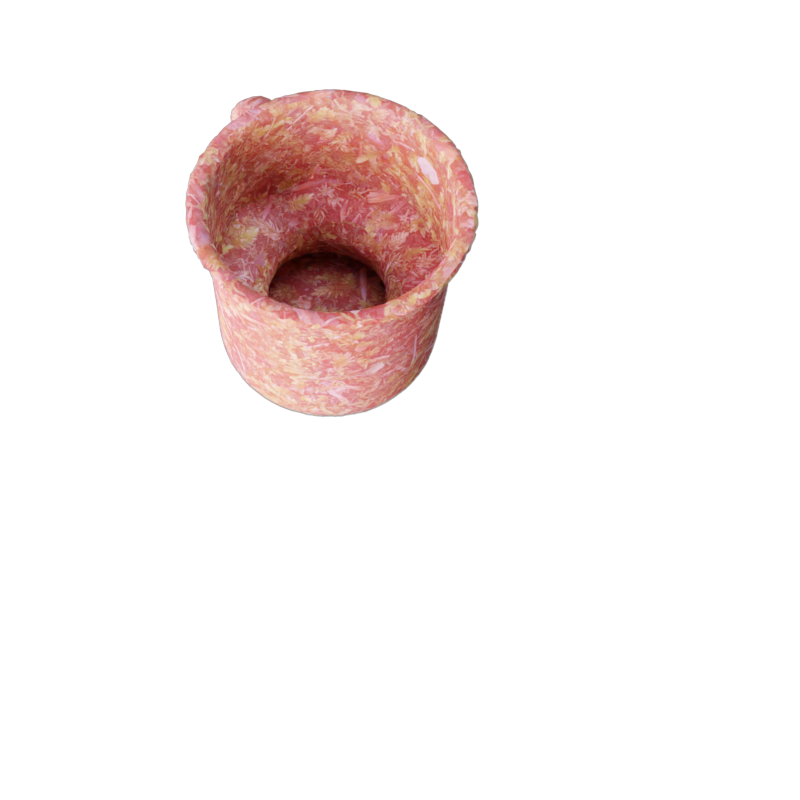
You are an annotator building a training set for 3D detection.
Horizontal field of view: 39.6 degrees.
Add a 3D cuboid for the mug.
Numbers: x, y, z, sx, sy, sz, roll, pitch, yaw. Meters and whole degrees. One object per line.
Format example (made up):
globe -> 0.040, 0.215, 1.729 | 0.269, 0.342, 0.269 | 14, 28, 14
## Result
mug -> -0.031, -0.056, 0.390 | 0.093, 0.125, 0.076 | -26, -26, -16
